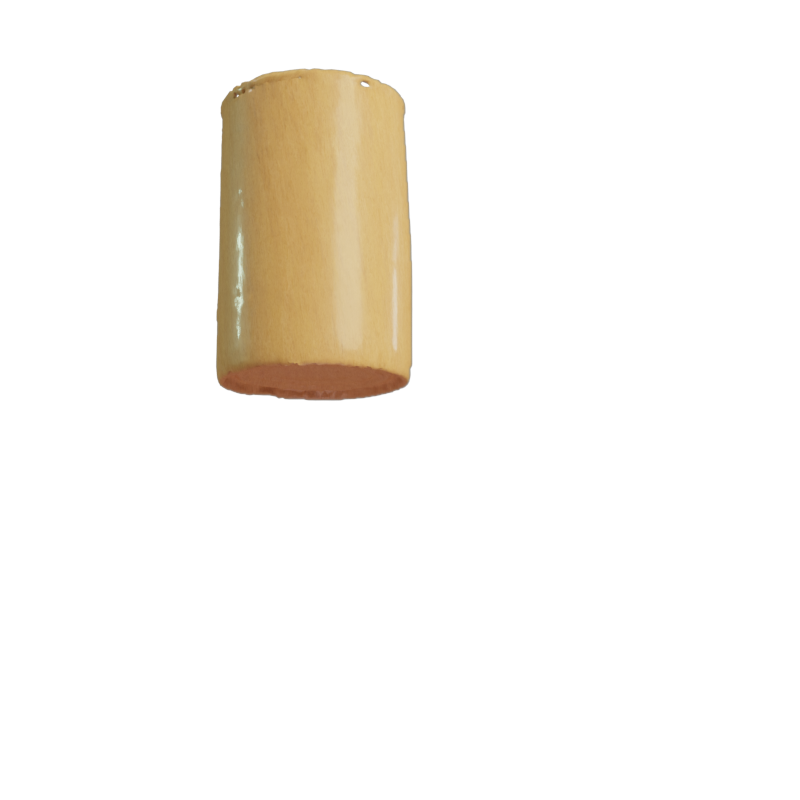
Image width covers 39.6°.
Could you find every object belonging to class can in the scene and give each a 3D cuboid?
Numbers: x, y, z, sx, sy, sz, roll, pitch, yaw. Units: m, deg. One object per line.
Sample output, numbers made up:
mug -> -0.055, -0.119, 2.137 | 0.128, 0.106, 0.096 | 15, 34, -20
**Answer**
can -> -0.031, -0.056, 0.391 | 0.068, 0.106, 0.066 | 0, -15, -2
